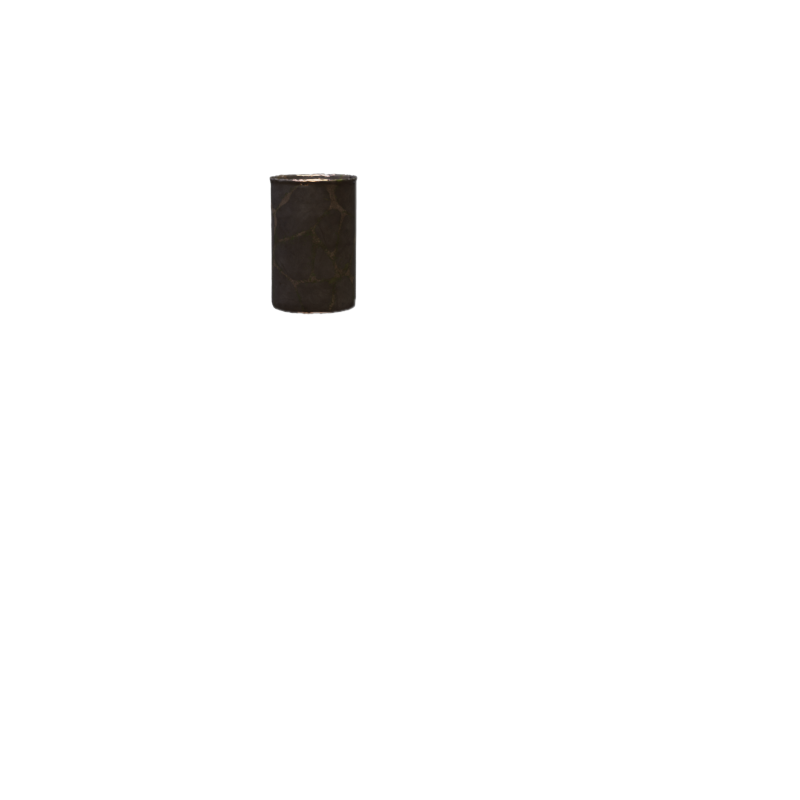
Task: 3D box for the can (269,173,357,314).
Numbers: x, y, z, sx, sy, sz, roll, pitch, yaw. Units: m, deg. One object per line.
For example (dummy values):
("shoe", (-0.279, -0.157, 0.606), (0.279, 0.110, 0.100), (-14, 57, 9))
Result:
("can", (-0.067, -0.123, 0.861), (0.068, 0.100, 0.070), (0, 10, -2))
